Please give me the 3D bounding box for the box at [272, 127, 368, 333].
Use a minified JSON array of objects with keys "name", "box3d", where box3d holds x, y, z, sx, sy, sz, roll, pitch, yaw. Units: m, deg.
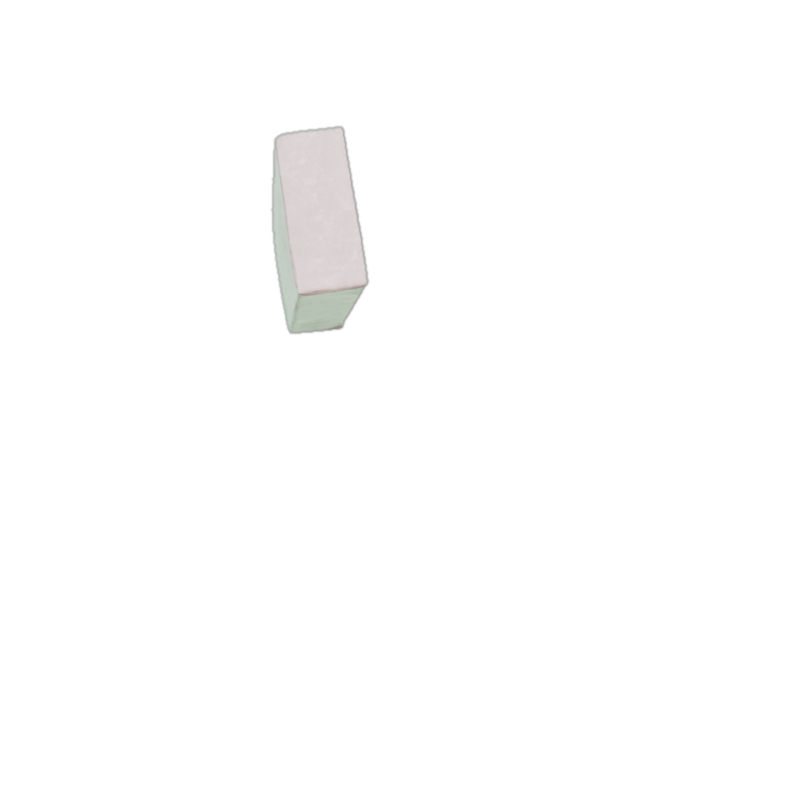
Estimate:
[{"name":"box","box3d":[-0.054,-0.098,0.687,0.048,0.096,0.173,-8,-5,-5]}]
